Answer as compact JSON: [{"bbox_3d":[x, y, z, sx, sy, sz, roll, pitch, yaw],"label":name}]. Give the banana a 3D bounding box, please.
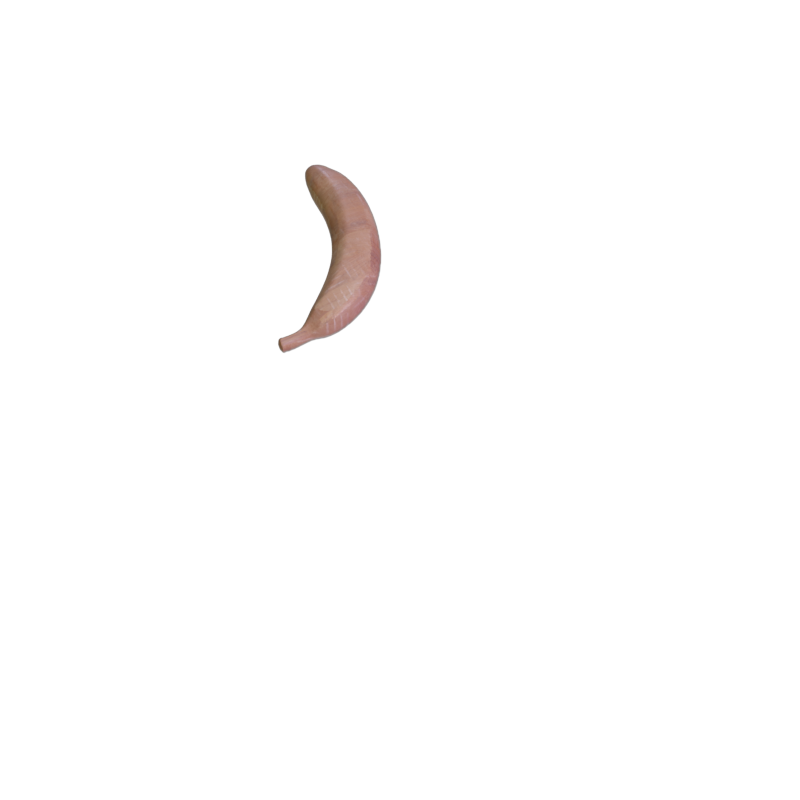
[{"bbox_3d":[-0.049,-0.117,0.850,0.070,0.211,0.034,3,-43,2],"label":"banana"}]
